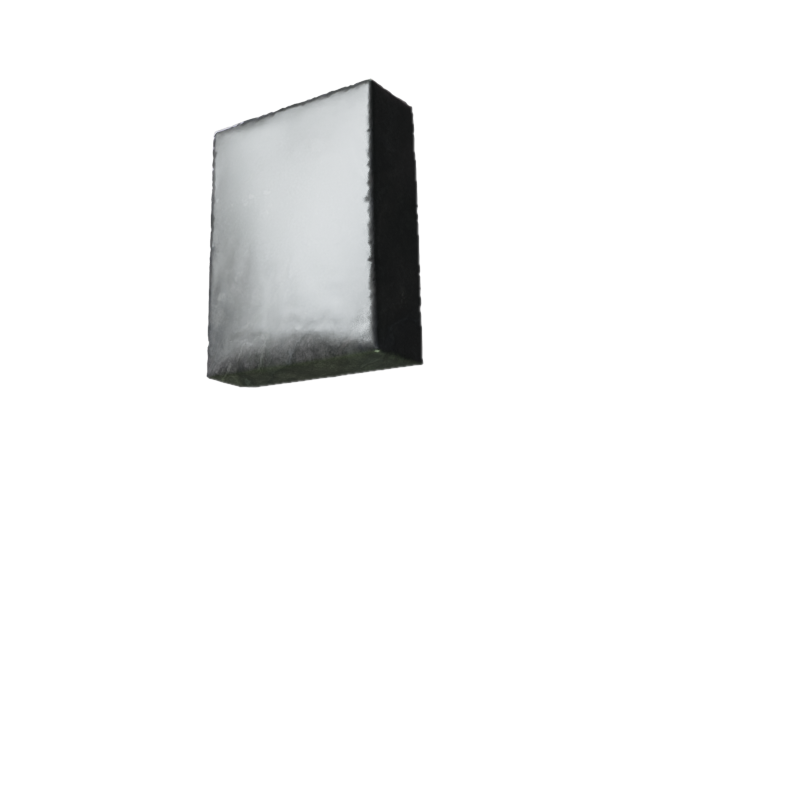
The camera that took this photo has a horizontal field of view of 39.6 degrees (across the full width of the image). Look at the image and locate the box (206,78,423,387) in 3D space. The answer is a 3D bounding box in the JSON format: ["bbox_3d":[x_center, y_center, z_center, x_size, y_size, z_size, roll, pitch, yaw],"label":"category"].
[{"bbox_3d":[-0.069,-0.125,0.876,0.168,0.223,0.067,-11,-20,33],"label":"box"}]
